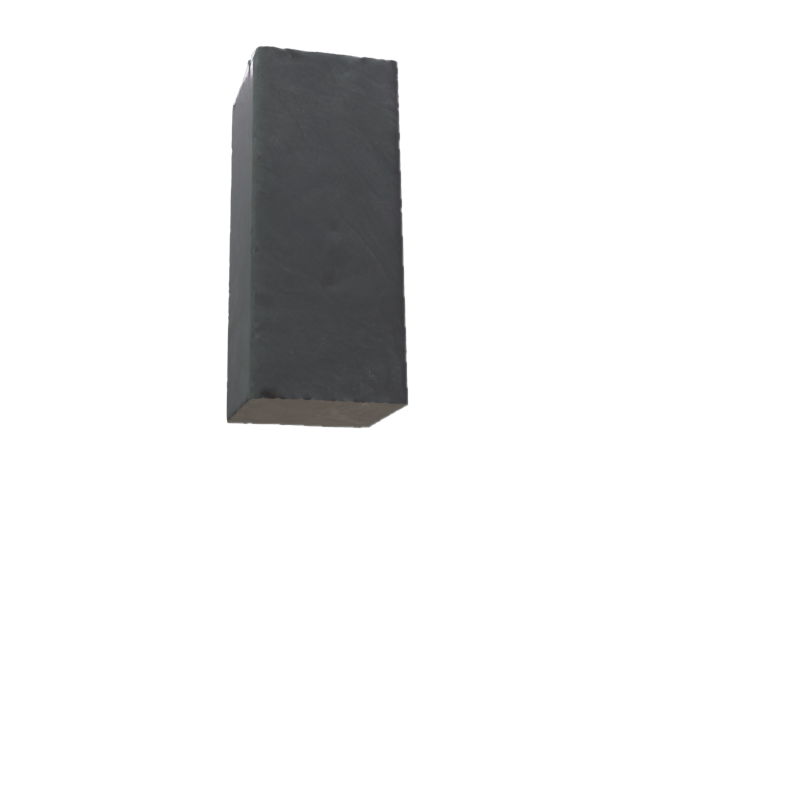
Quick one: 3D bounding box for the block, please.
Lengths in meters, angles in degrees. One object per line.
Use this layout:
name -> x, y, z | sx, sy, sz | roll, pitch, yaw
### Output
block -> -0.052, -0.094, 0.660 | 0.088, 0.215, 0.089 | 3, -17, -15
